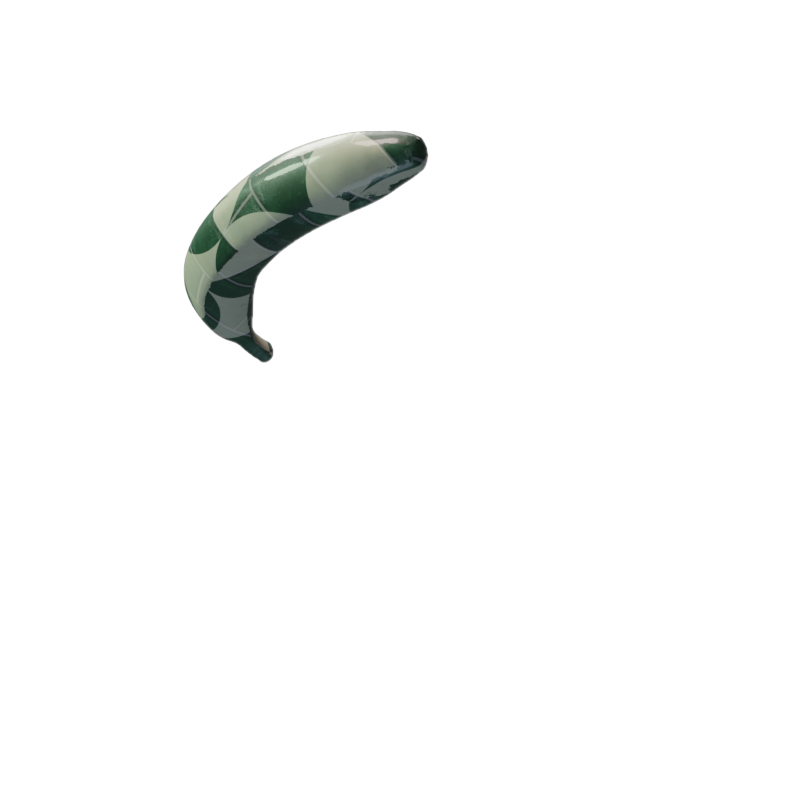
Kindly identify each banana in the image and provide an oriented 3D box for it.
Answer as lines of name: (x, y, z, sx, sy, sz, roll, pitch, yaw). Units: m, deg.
banana: (-0.060, -0.077, 0.530, 0.067, 0.039, 0.193, 12, -29, -24)
